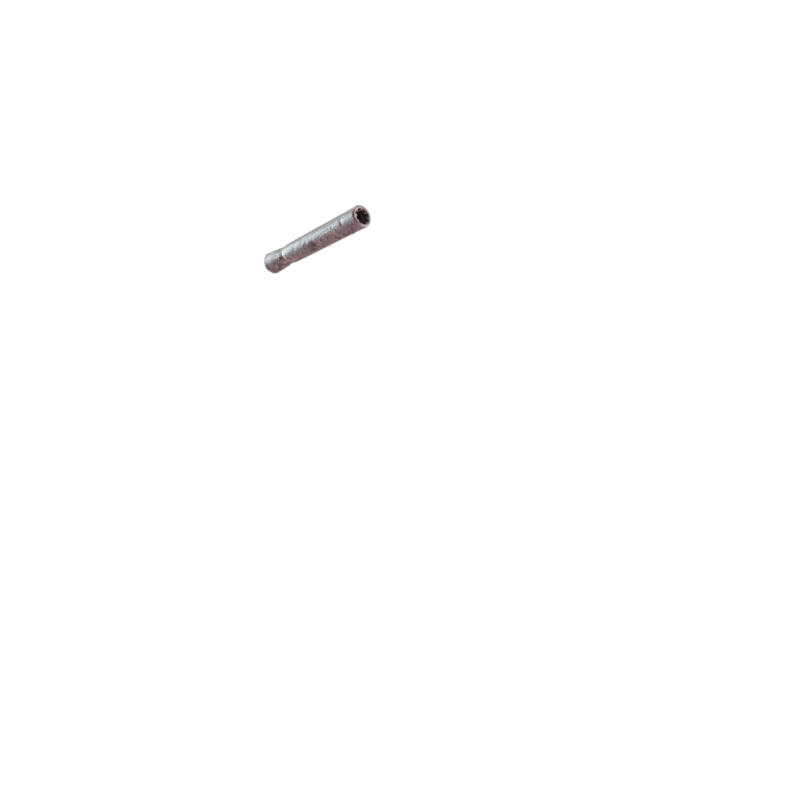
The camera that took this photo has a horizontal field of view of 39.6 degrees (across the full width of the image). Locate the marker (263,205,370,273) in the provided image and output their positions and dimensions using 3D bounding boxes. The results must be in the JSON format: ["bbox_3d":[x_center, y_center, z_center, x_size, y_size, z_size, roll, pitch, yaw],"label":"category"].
[{"bbox_3d":[-0.071,-0.129,0.906,0.019,0.020,0.122,-4,-11,-45],"label":"marker"}]
